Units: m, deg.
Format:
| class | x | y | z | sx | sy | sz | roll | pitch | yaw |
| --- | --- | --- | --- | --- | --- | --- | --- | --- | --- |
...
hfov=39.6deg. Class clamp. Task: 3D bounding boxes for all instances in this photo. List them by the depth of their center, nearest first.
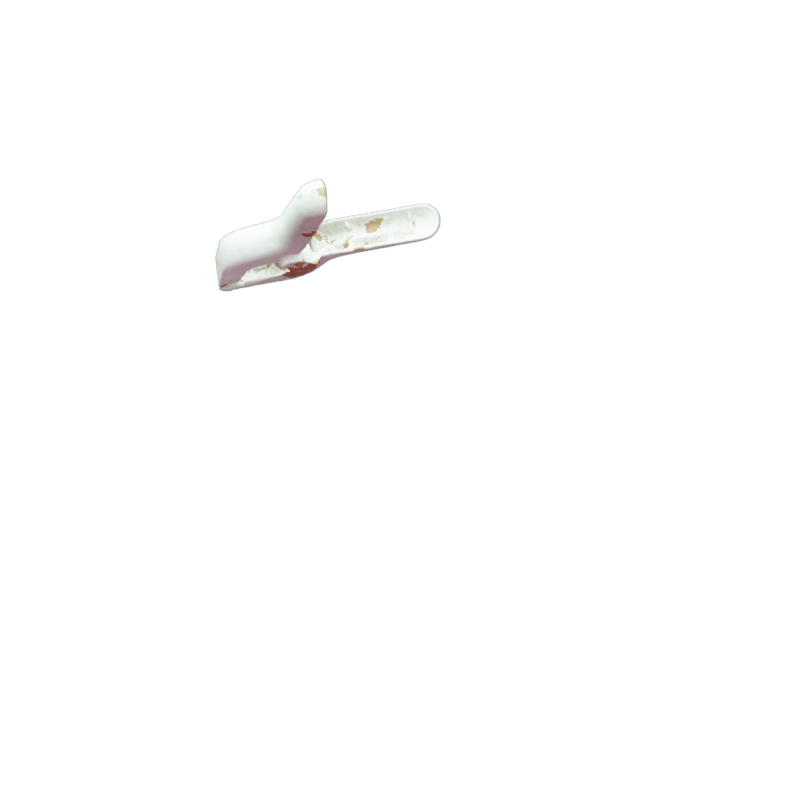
| class | x | y | z | sx | sy | sz | roll | pitch | yaw |
| --- | --- | --- | --- | --- | --- | --- | --- | --- | --- |
| clamp | -0.060 | -0.109 | 0.761 | 0.114 | 0.041 | 0.174 | 9 | -14 | -37 |
